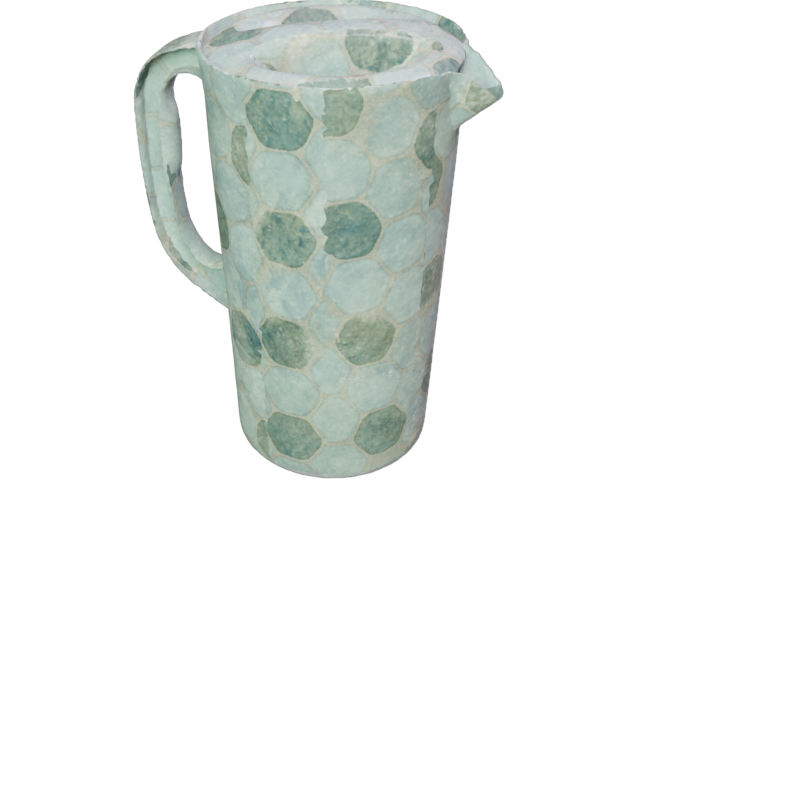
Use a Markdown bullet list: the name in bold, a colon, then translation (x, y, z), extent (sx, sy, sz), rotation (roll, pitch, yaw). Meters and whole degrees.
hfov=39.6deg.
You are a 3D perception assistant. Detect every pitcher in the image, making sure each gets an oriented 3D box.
- **pitcher**: translation (-0.046, -0.085, 0.593), extent (0.143, 0.228, 0.161), rotation (-16, 37, -27)
